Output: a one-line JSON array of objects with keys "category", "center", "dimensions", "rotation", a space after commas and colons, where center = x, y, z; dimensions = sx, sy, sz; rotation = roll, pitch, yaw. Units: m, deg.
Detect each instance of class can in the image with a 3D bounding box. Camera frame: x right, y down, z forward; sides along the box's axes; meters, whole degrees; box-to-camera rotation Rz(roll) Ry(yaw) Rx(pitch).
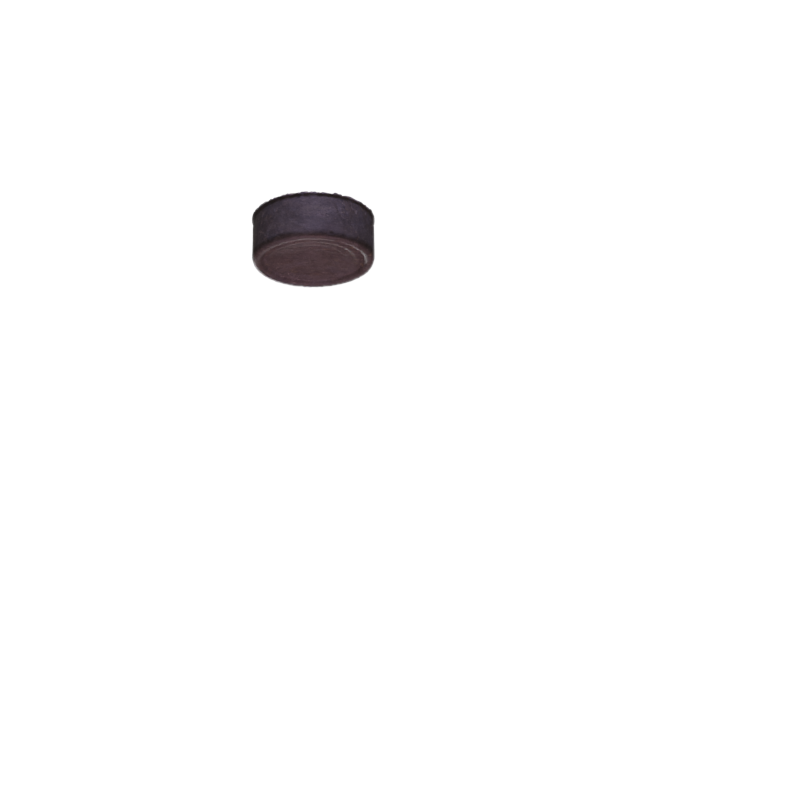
[{"category": "can", "center": [-0.060, -0.109, 0.766], "dimensions": [0.086, 0.035, 0.082], "rotation": [0, -20, -2]}]
